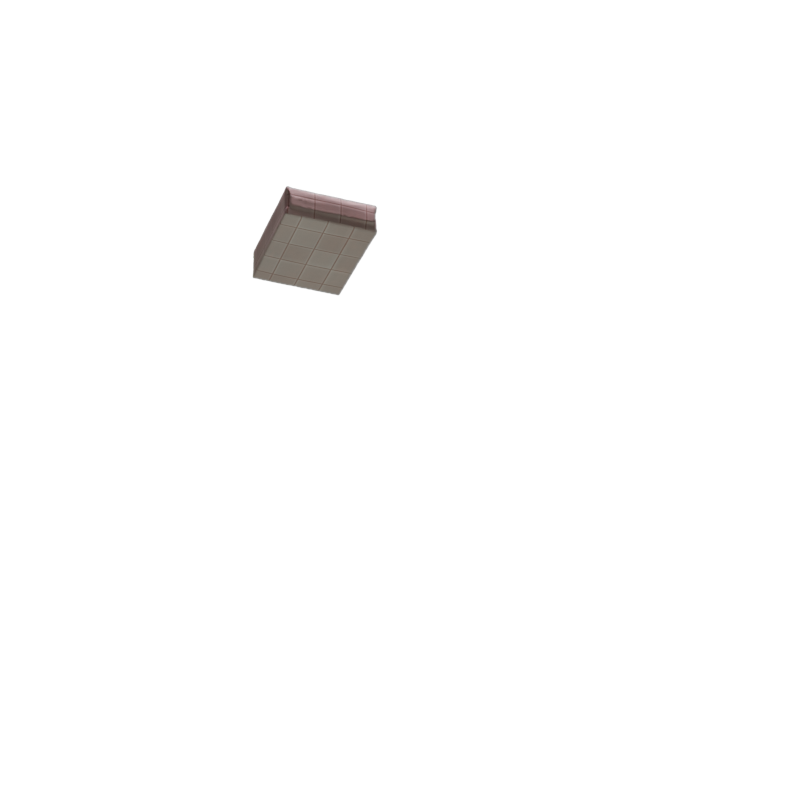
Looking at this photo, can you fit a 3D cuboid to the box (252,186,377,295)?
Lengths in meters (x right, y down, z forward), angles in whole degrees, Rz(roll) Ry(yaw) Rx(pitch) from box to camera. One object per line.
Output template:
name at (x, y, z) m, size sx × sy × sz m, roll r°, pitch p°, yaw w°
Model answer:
box at (-0.067, -0.122, 0.851) m, size 0.071 × 0.032 × 0.086 m, roll 11°, pitch -35°, yaw -17°
